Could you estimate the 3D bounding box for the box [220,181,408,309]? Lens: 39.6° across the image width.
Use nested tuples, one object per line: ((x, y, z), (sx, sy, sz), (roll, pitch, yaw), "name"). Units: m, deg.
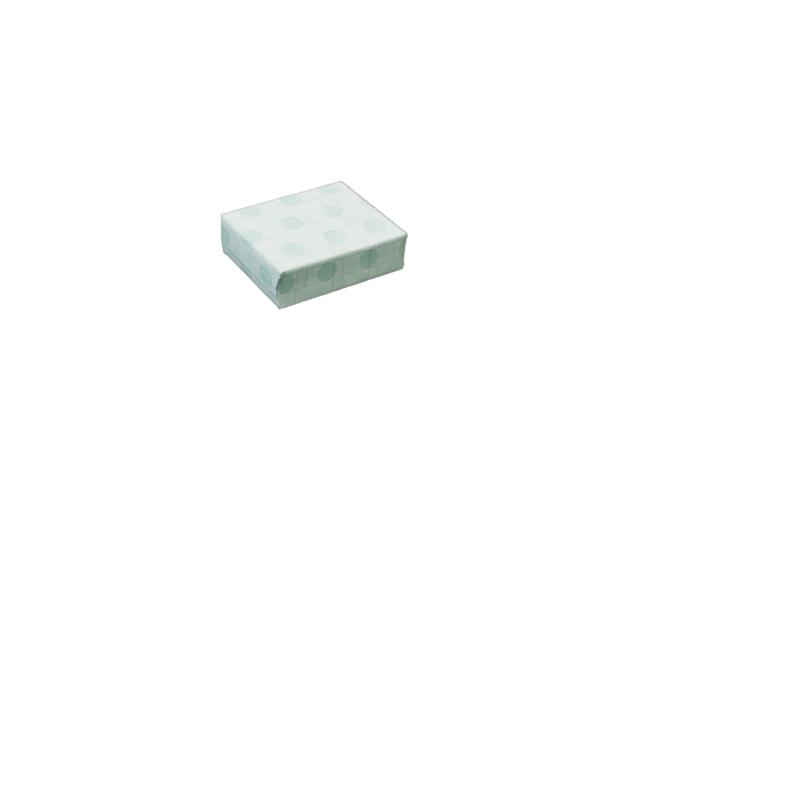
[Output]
((-0.065, -0.119, 0.831), (0.112, 0.036, 0.097), (-22, 43, -26), "box")
